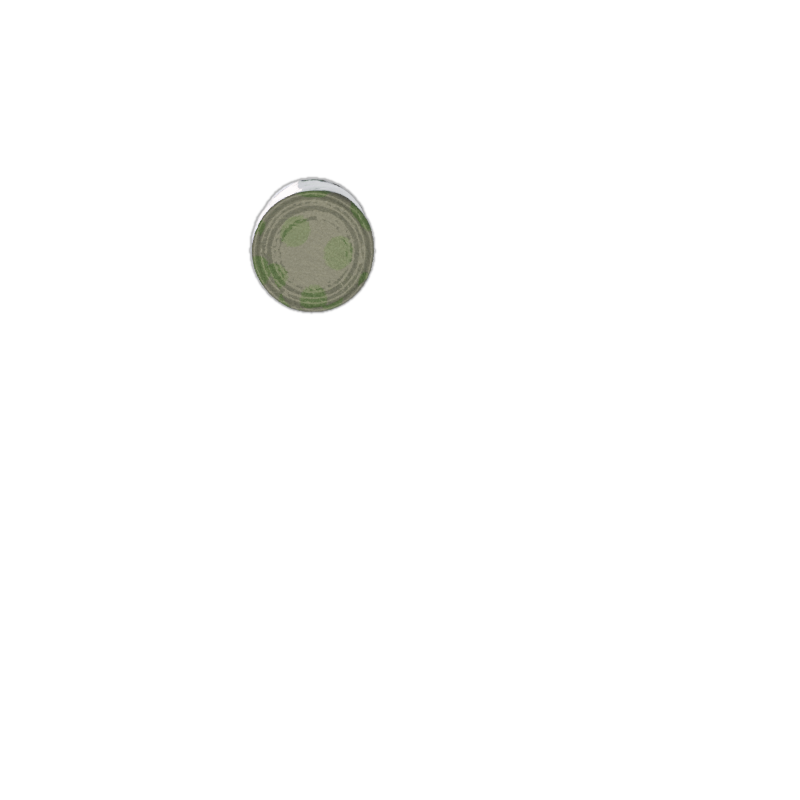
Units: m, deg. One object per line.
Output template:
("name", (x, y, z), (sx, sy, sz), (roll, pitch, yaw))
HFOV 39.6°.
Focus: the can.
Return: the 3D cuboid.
("can", (-0.050, -0.091, 0.634), (0.068, 0.067, 0.105), (0, 12, -3))
